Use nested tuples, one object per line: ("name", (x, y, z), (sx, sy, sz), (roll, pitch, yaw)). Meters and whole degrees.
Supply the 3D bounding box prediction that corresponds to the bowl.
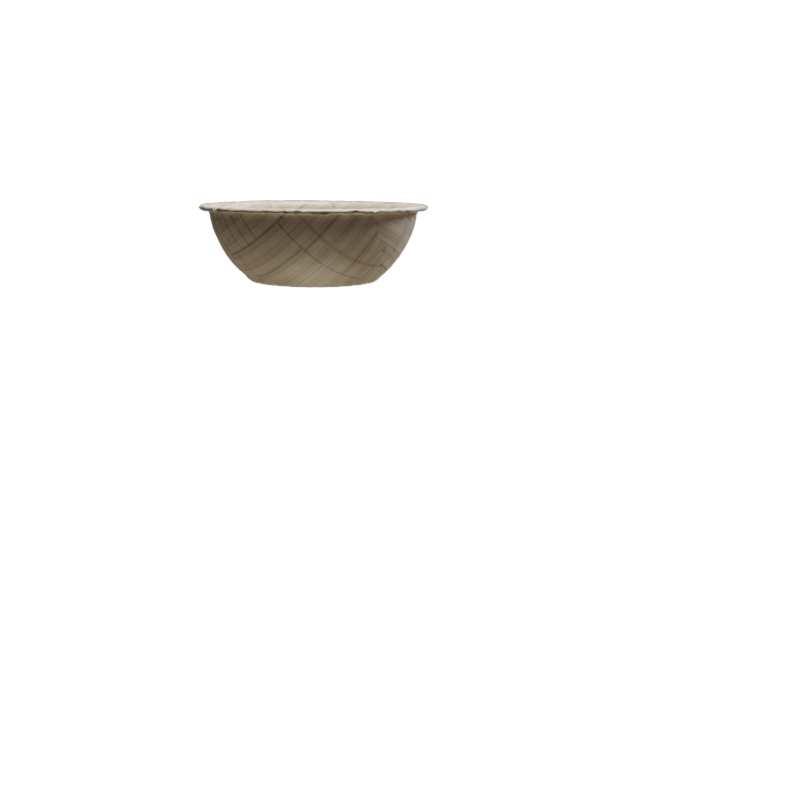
("bowl", (-0.062, -0.112, 0.787), (0.162, 0.054, 0.166), (0, 12, -2))
